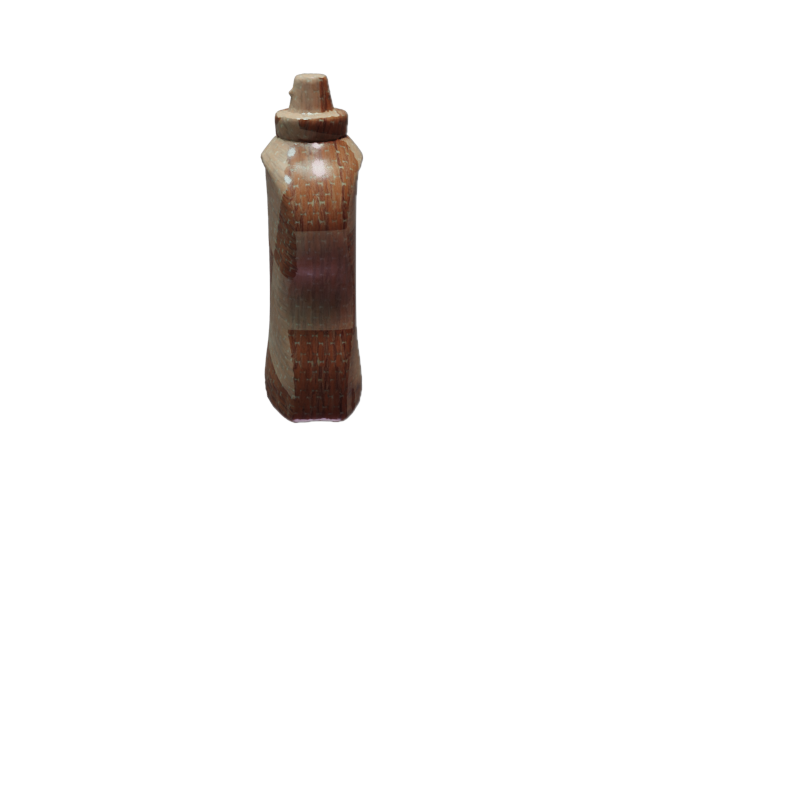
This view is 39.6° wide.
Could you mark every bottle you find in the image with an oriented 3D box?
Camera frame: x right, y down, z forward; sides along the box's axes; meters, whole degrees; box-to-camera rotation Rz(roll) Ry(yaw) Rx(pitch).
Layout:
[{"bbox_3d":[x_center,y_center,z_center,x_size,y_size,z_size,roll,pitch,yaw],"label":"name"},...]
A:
[{"bbox_3d":[-0.050,-0.091,0.638,0.058,0.184,0.101,0,19,-5],"label":"bottle"}]
